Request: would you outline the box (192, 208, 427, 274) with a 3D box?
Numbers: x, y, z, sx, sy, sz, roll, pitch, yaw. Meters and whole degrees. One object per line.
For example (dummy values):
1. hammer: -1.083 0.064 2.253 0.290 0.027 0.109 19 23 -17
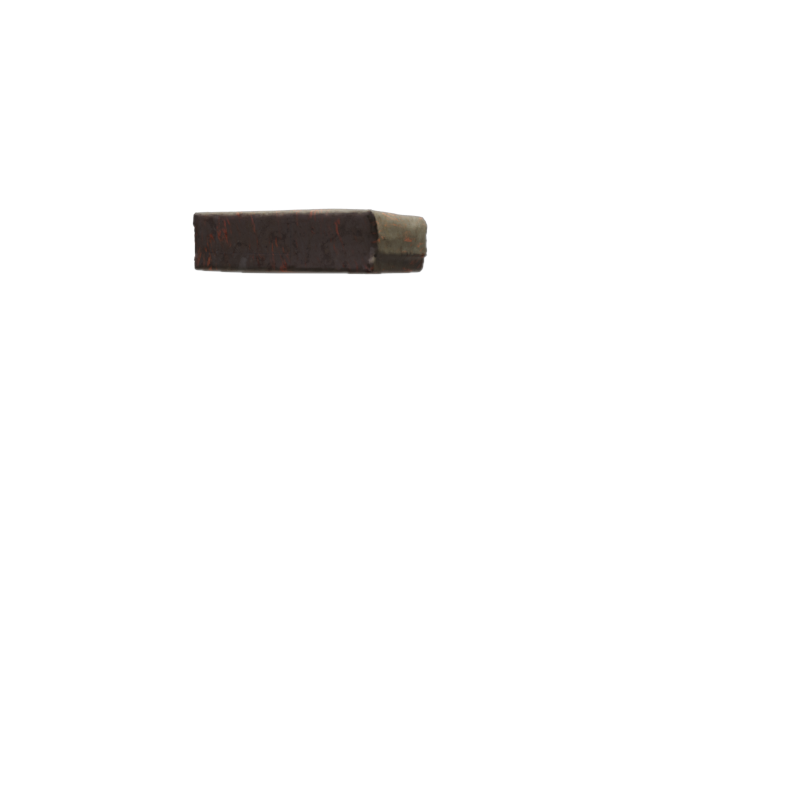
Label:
1. box: -0.040 -0.074 0.516 0.092 0.030 0.071 2 6 22
